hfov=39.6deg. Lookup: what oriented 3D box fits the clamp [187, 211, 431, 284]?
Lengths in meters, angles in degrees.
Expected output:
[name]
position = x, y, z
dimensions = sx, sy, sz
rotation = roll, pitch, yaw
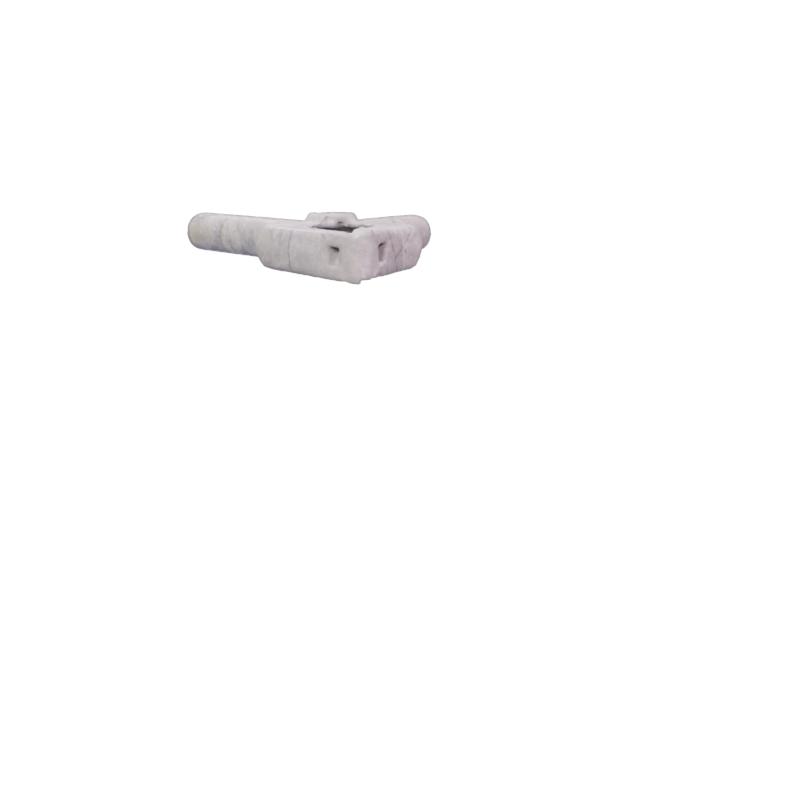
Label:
[clamp]
position = -0.052, -0.095, 0.667
dimensions = 0.164, 0.036, 0.215
rotation = -1, 12, -4
